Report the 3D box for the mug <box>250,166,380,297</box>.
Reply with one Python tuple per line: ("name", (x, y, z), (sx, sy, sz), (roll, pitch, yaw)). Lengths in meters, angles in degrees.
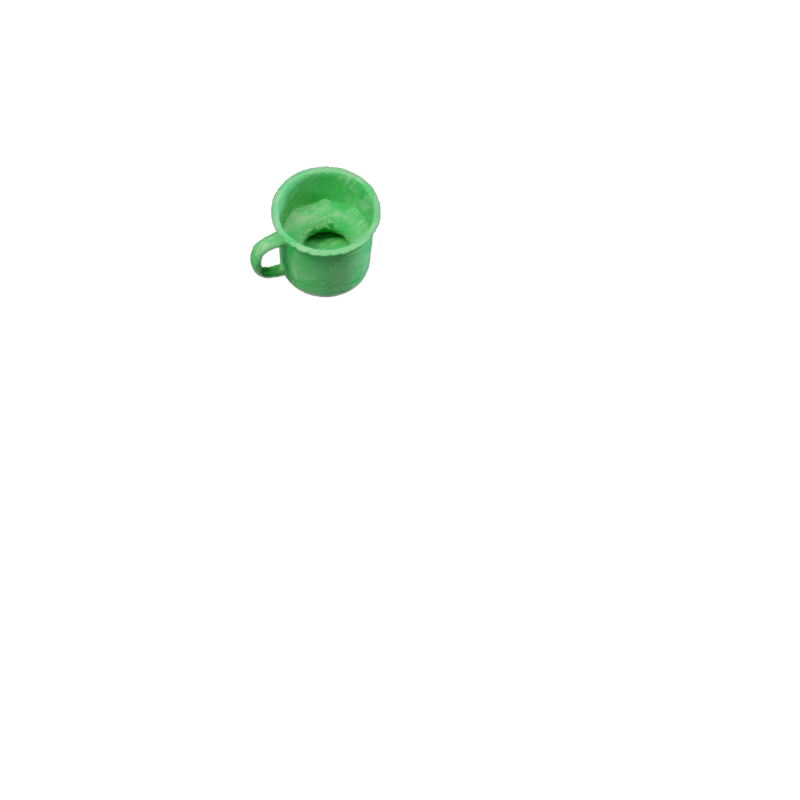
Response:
("mug", (-0.076, -0.138, 0.965), (0.117, 0.100, 0.076), (-26, -27, -16))
